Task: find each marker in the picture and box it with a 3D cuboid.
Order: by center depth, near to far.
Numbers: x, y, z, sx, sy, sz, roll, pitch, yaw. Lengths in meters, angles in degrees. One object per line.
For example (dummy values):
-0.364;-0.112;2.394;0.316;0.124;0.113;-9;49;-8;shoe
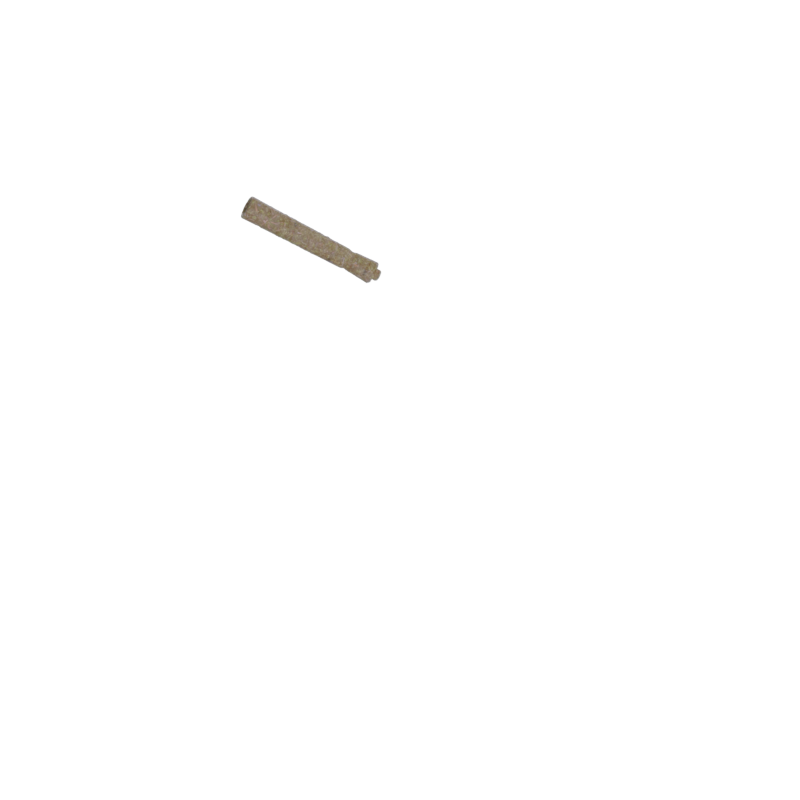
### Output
-0.069;-0.125;0.876;0.117;0.020;0.020;26;-4;-13;marker
